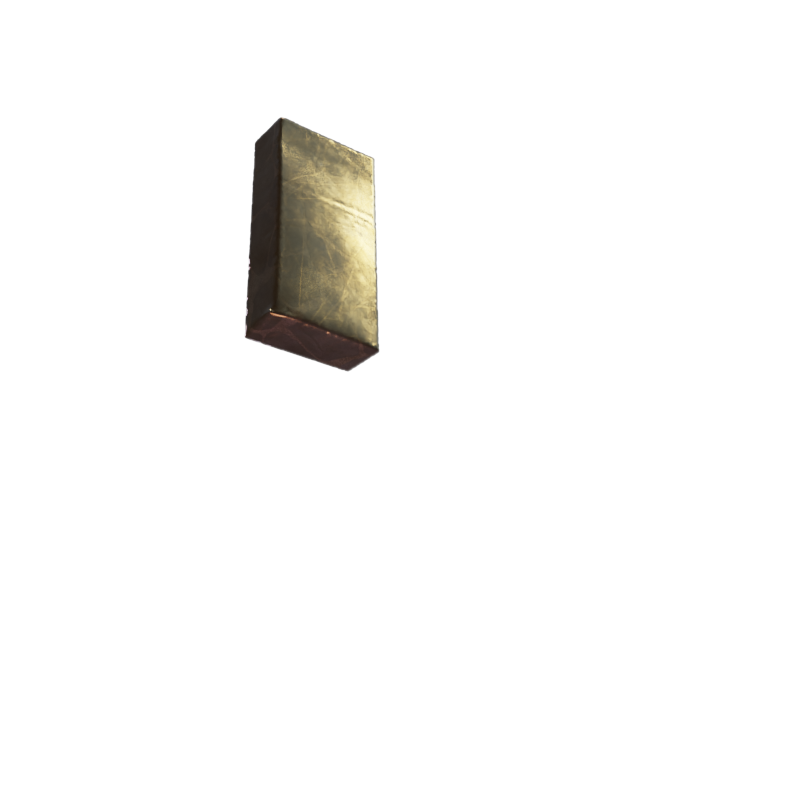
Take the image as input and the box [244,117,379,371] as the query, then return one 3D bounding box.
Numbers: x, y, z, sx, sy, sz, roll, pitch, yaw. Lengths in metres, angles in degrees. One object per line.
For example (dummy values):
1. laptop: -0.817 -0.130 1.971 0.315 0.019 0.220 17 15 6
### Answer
1. box: -0.065 -0.118 0.828 0.089 0.188 0.047 19 -39 -30
